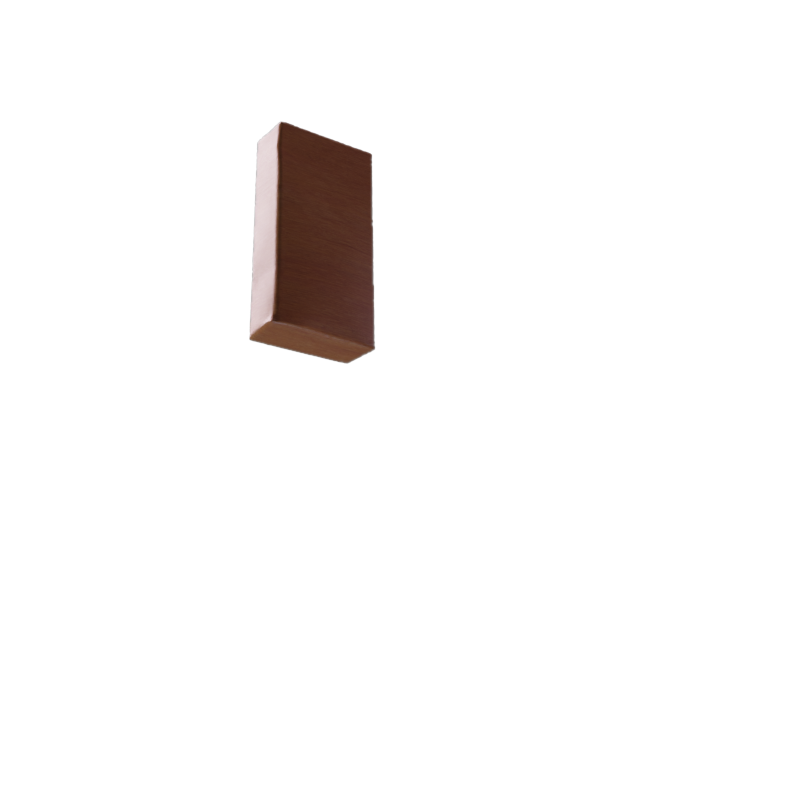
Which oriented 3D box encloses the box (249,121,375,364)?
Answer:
[{"bbox_3d":[-0.069,-0.125,0.877,0.089,0.187,0.047,15,-32,-31],"label":"box"}]
